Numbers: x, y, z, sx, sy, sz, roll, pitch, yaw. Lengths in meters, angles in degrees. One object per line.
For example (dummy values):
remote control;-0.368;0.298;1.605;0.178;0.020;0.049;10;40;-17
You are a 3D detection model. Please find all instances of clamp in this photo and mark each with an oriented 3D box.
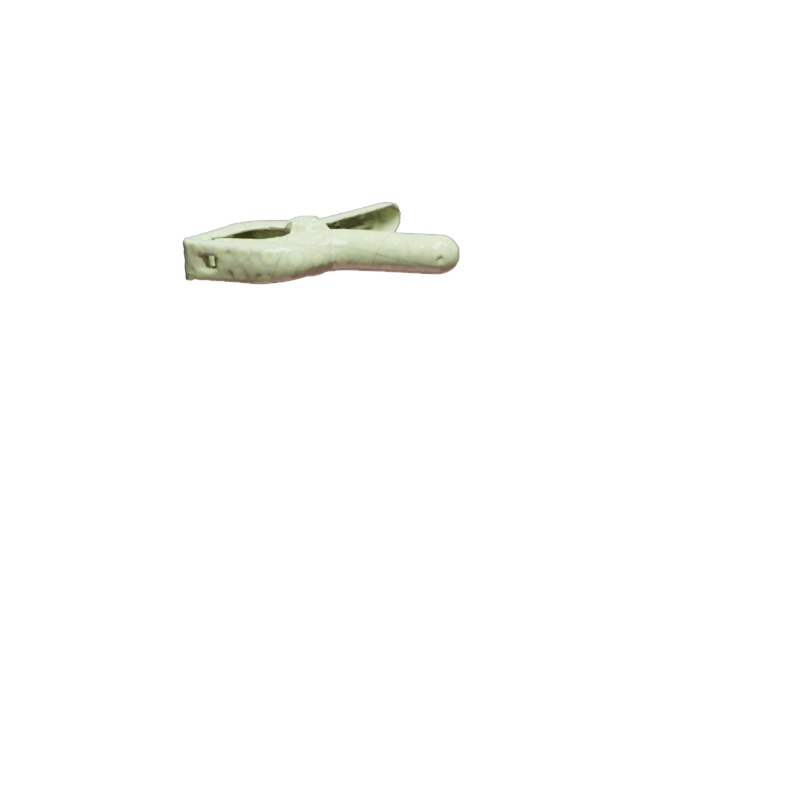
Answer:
clamp;-0.057;-0.104;0.731;0.170;0.038;0.125;-2;16;-8
